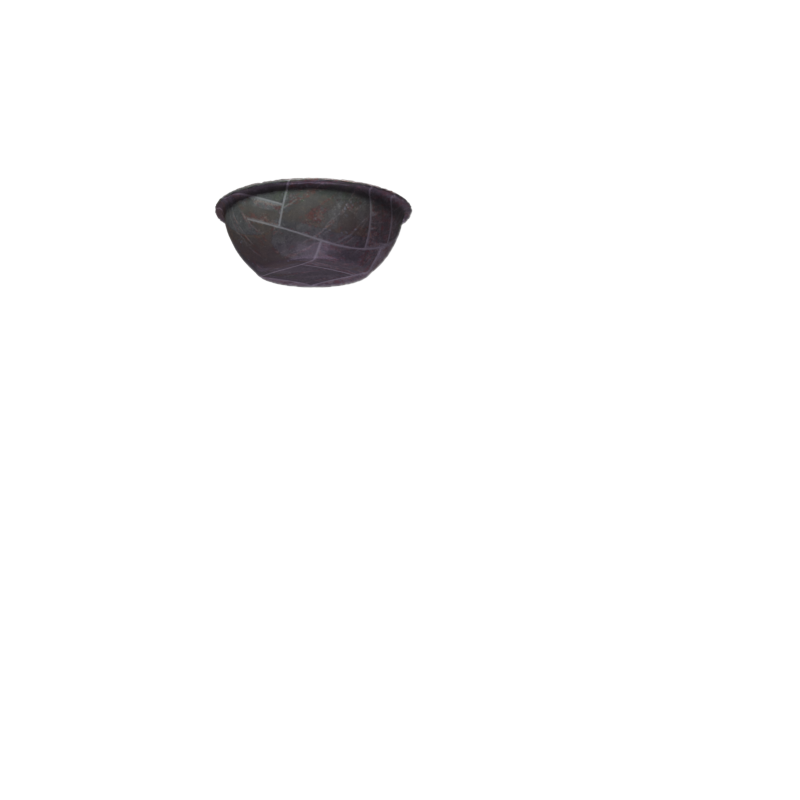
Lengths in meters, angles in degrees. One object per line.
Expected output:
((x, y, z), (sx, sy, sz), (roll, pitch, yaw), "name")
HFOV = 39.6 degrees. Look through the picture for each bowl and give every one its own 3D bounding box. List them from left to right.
((-0.070, -0.129, 0.900), (0.162, 0.057, 0.157), (0, -10, -2), "bowl")
